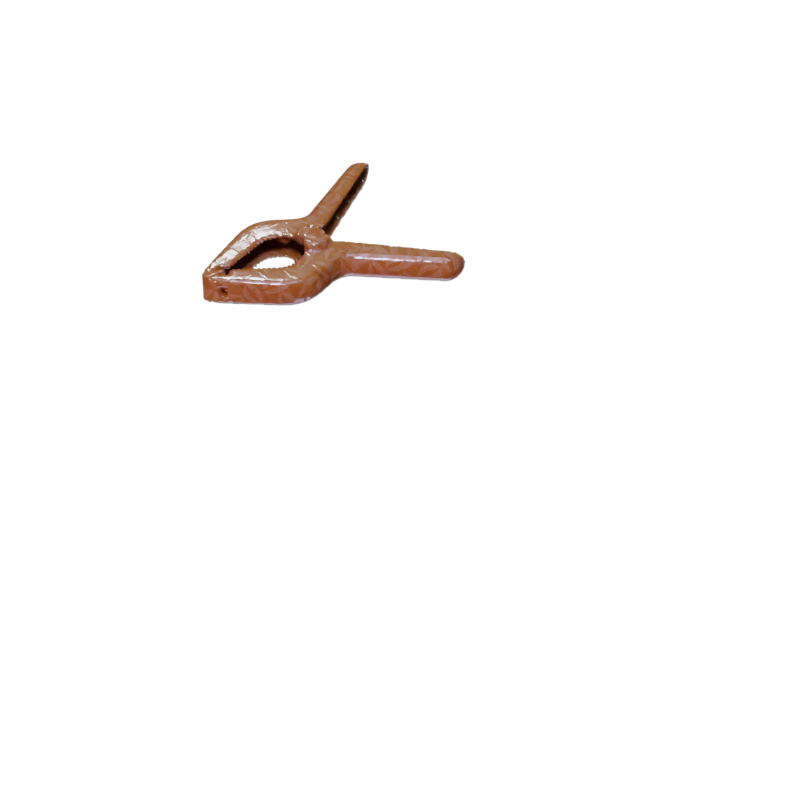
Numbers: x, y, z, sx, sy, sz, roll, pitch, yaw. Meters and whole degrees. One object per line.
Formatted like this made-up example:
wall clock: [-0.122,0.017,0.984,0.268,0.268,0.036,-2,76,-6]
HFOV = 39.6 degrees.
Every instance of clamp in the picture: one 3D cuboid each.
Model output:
clamp: [-0.074,-0.134,0.941,0.208,0.034,0.178,-17,46,-17]
